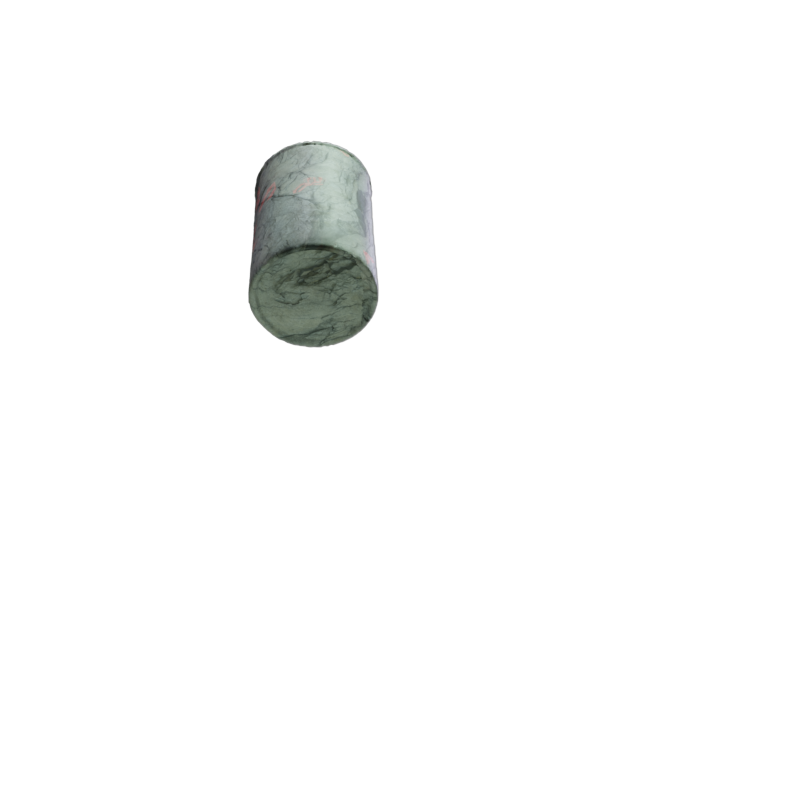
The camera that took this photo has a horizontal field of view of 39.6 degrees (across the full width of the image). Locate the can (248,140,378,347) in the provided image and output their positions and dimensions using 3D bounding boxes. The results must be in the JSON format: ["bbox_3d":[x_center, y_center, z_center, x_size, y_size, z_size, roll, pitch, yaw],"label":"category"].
[{"bbox_3d":[-0.047,-0.086,0.600,0.068,0.064,0.109,-1,39,-3],"label":"can"}]
